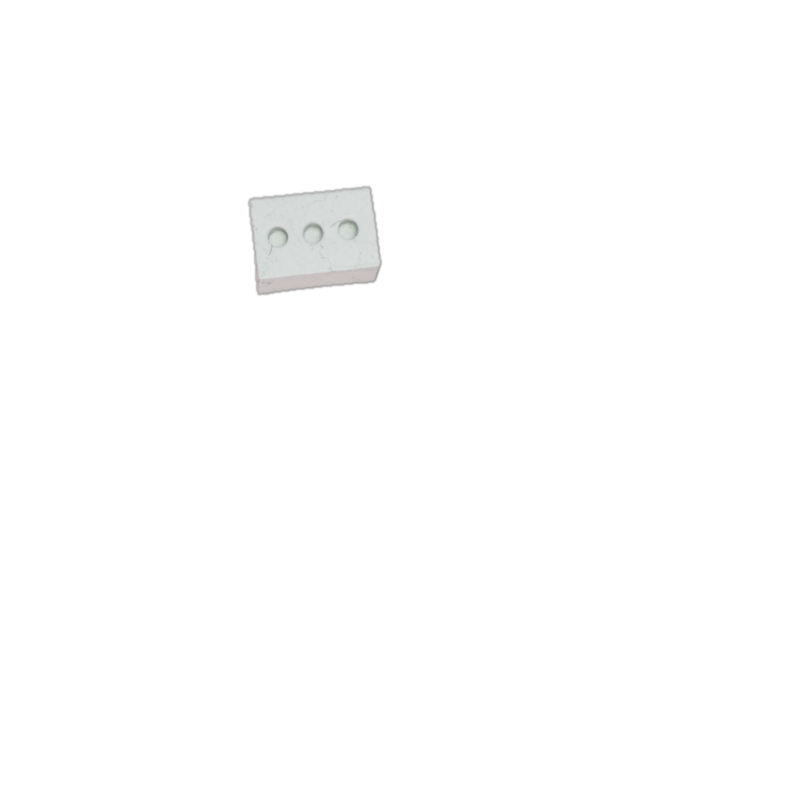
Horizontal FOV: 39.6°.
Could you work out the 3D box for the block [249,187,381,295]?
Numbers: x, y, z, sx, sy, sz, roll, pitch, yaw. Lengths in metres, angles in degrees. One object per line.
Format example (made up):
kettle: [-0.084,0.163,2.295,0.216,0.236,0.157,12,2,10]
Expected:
block: [-0.055,-0.100,0.702,0.078,0.054,0.050,-7,-9,-3]
